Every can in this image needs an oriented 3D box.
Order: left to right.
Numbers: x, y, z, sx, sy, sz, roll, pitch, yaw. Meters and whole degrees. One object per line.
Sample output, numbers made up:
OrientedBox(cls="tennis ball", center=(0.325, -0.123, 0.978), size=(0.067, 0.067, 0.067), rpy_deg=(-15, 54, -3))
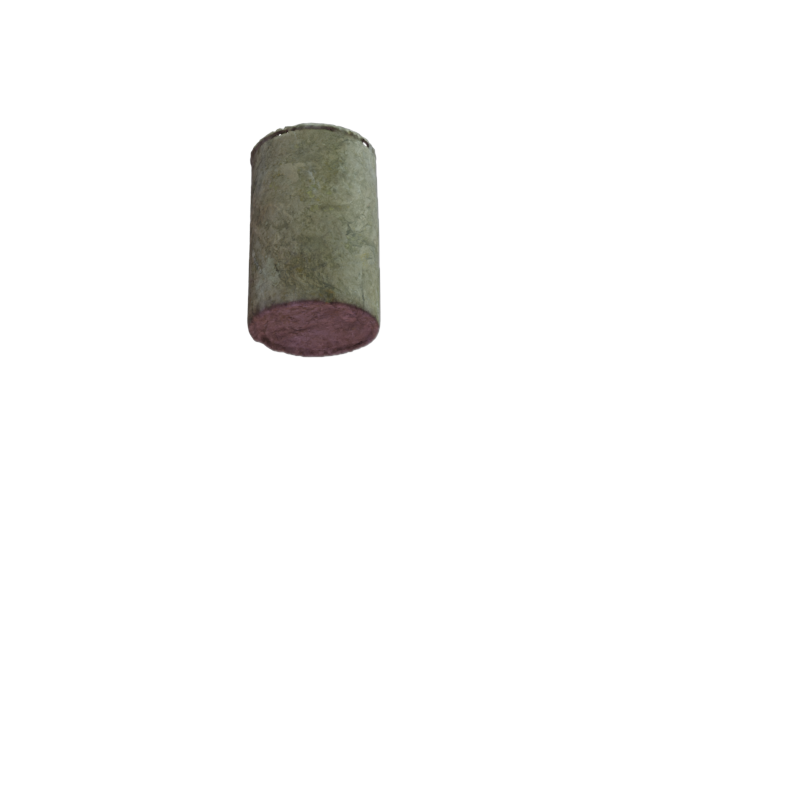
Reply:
OrientedBox(cls="can", center=(-0.045, -0.081, 0.570), size=(0.068, 0.108, 0.065), rpy_deg=(0, -26, -2))
